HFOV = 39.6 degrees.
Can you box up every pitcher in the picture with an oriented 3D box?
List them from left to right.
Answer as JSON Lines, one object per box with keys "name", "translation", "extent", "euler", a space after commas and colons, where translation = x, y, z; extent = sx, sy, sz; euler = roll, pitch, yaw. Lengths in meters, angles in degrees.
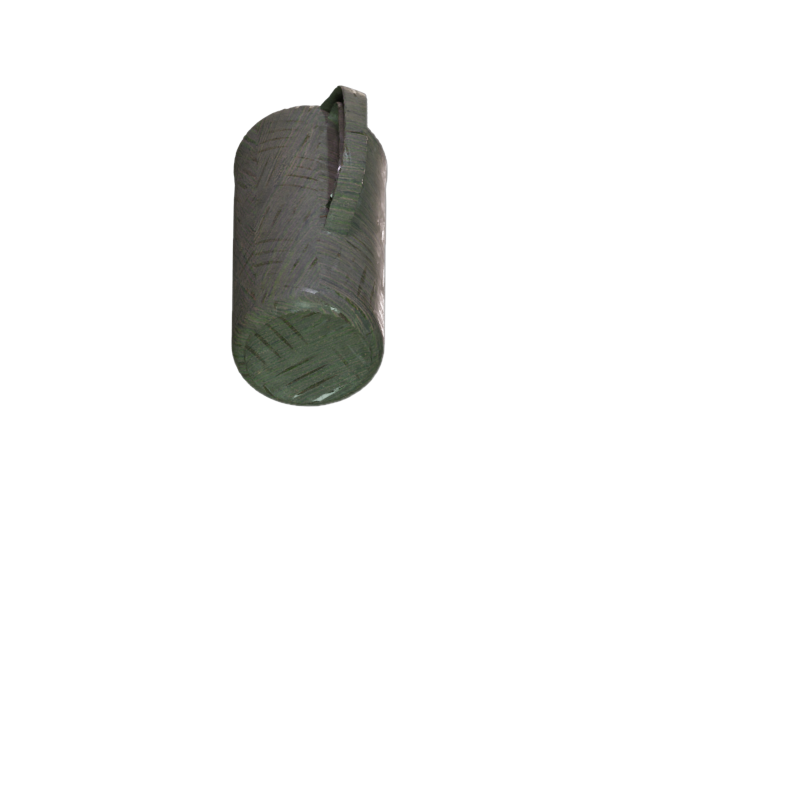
{"name": "pitcher", "translation": [-0.067, -0.123, 0.858], "extent": [0.146, 0.138, 0.261], "euler": [-19, 40, 13]}
